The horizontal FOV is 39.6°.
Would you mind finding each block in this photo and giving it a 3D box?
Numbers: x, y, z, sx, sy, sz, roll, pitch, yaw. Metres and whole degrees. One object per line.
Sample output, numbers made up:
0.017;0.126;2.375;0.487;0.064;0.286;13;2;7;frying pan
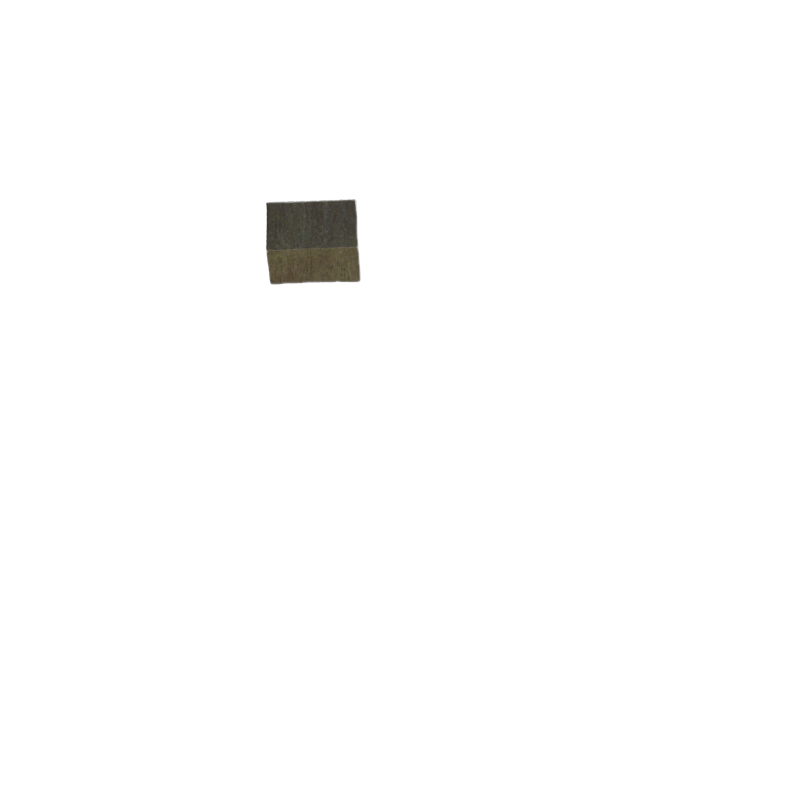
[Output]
-0.073;-0.133;0.932;0.078;0.055;0.049;-1;-32;0;block
